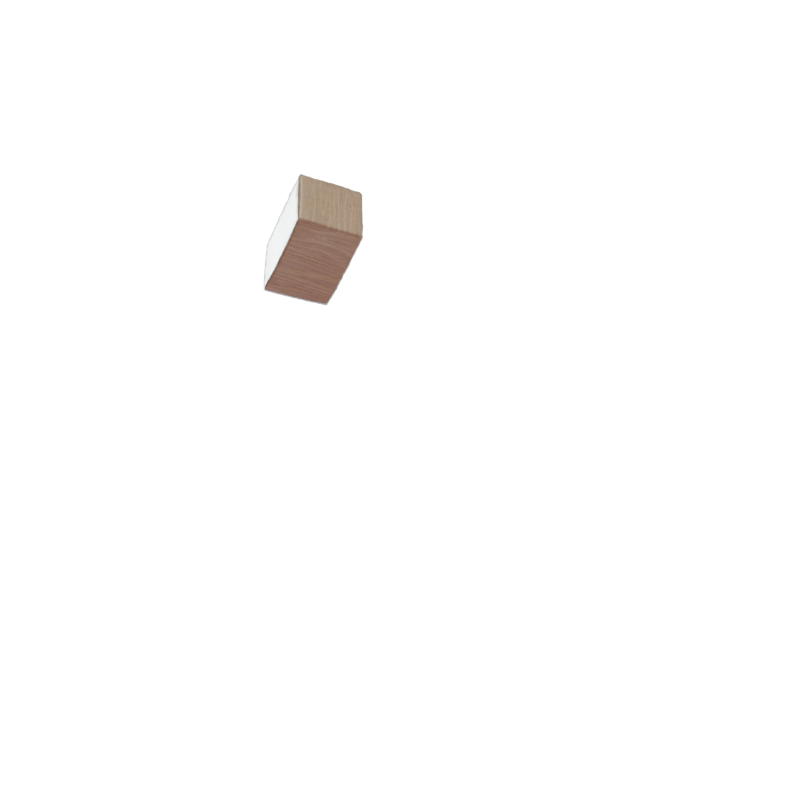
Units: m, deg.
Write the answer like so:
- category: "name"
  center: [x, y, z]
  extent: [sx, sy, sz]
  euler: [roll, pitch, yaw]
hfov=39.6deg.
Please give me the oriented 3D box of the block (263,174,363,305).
- category: "block"
  center: [-0.065, -0.119, 0.836]
  extent: [0.051, 0.055, 0.075]
  euler: [16, -47, -18]
